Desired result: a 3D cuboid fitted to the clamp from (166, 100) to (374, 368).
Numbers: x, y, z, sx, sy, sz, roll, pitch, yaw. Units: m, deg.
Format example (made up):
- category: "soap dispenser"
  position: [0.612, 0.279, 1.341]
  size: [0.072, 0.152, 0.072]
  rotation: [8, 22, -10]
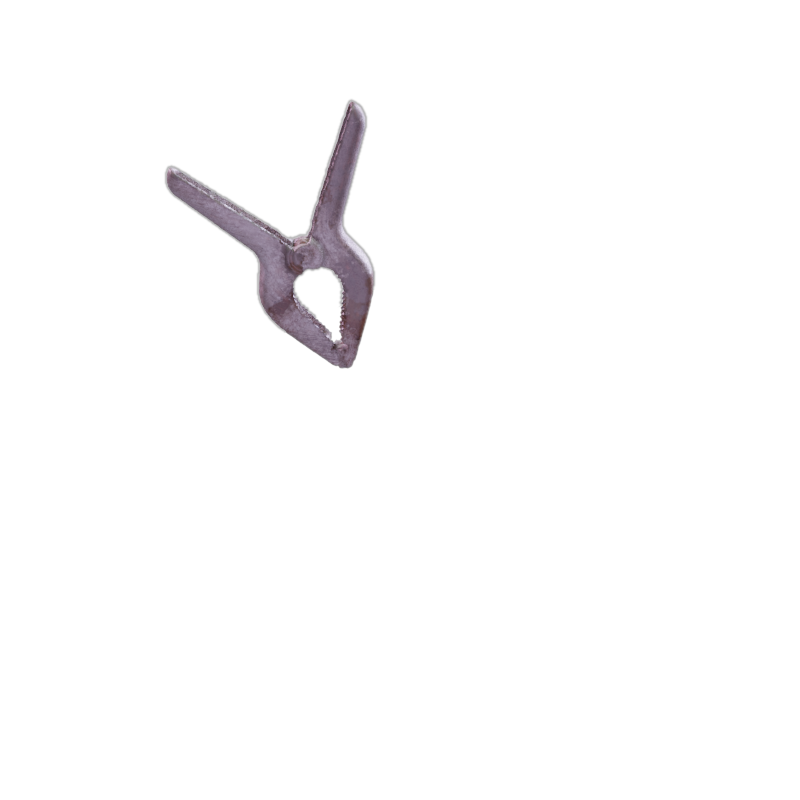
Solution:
- category: "clamp"
  position: [-0.070, -0.127, 0.889]
  size: [0.164, 0.203, 0.038]
  rotation: [-26, 14, 6]
